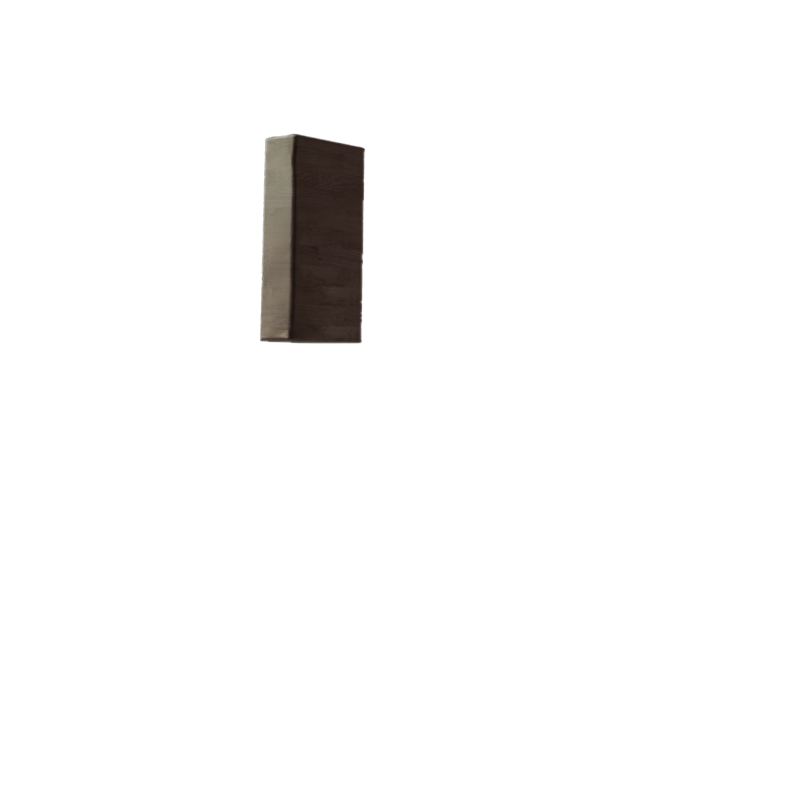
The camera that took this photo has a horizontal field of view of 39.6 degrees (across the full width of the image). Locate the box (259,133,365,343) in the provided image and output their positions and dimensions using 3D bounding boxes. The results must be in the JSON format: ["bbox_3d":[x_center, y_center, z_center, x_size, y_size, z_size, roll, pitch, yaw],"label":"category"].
[{"bbox_3d":[-0.076,-0.138,0.968,0.049,0.179,0.089,-6,-7,41],"label":"box"}]
